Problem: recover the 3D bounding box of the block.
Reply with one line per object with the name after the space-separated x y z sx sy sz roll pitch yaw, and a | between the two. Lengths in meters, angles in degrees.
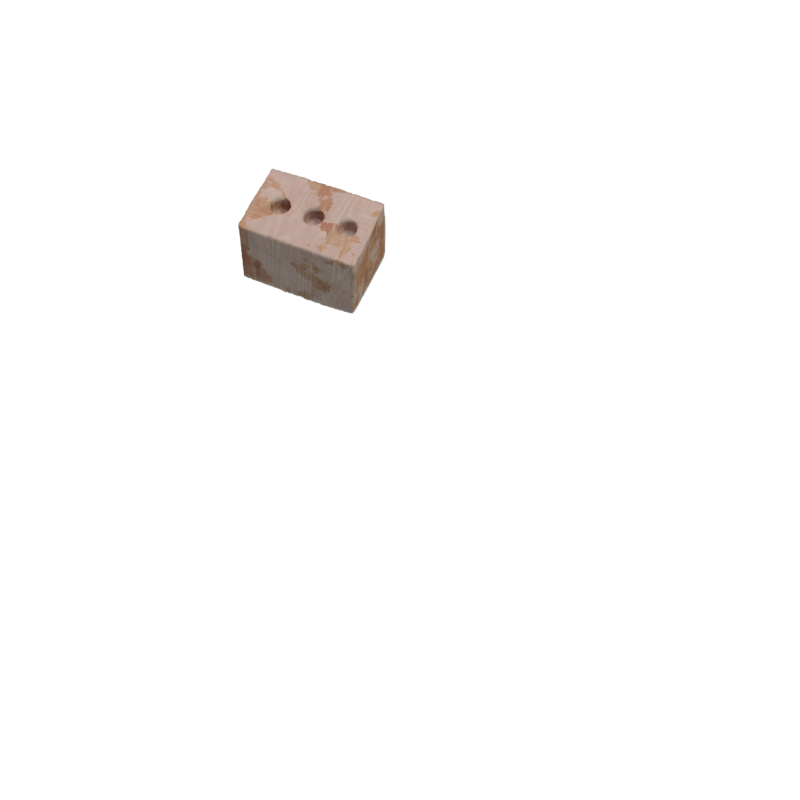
-0.054 -0.098 0.684 0.080 0.055 0.048 19 -34 12 | block
